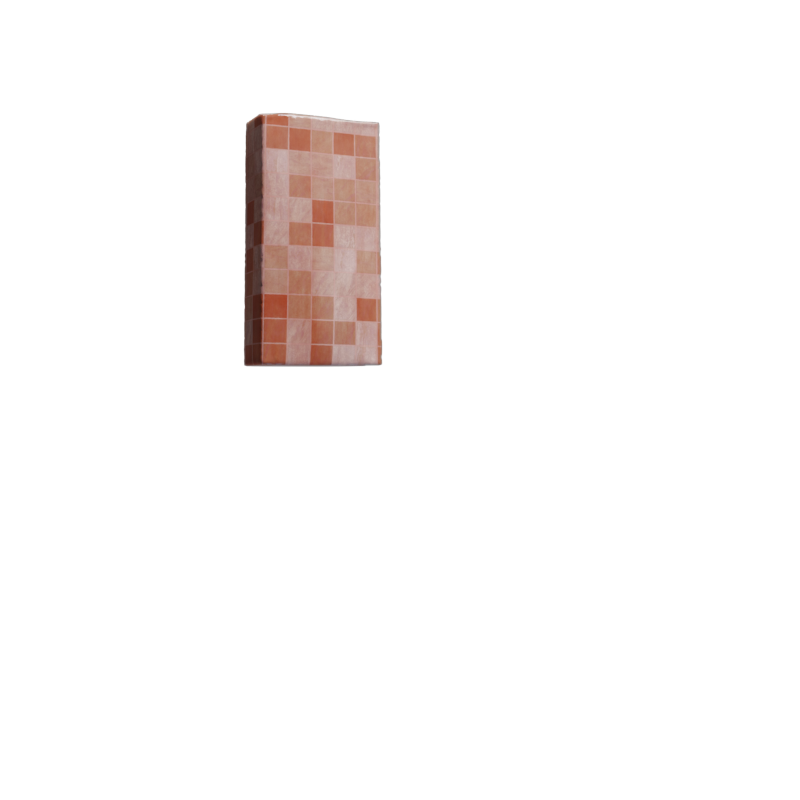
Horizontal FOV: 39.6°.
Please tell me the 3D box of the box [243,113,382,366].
[{"bbox_3d":[-0.062,-0.112,0.787,0.091,0.179,0.049,1,-6,-22],"label":"box"}]
